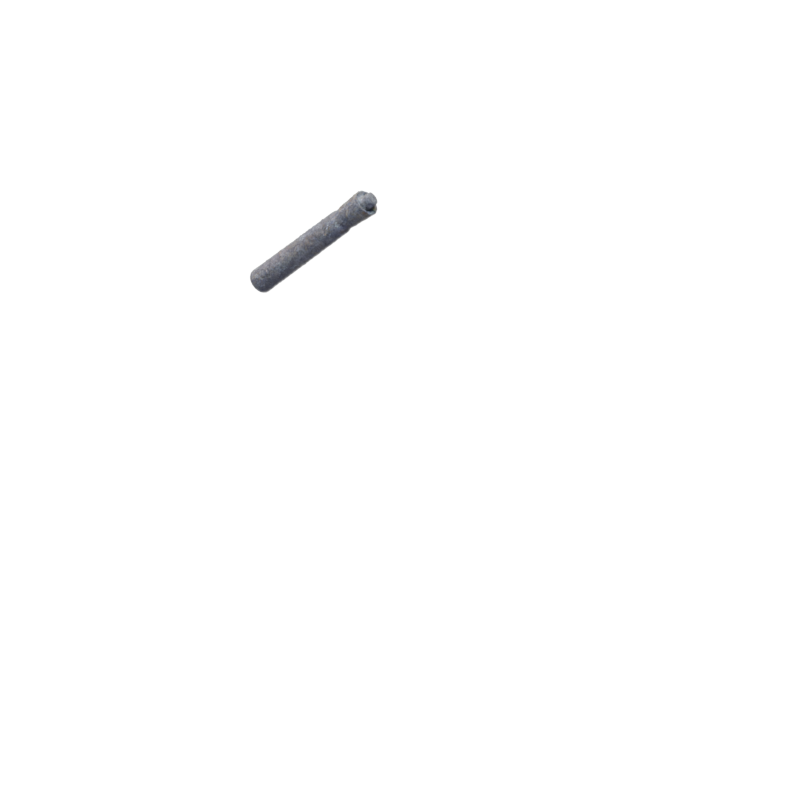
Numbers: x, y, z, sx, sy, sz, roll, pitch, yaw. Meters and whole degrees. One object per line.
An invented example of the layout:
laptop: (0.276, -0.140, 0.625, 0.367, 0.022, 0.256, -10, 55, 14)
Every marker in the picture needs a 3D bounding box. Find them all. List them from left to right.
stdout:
marker: (-0.060, -0.109, 0.764, 0.120, 0.021, 0.019, -30, -16, 37)
